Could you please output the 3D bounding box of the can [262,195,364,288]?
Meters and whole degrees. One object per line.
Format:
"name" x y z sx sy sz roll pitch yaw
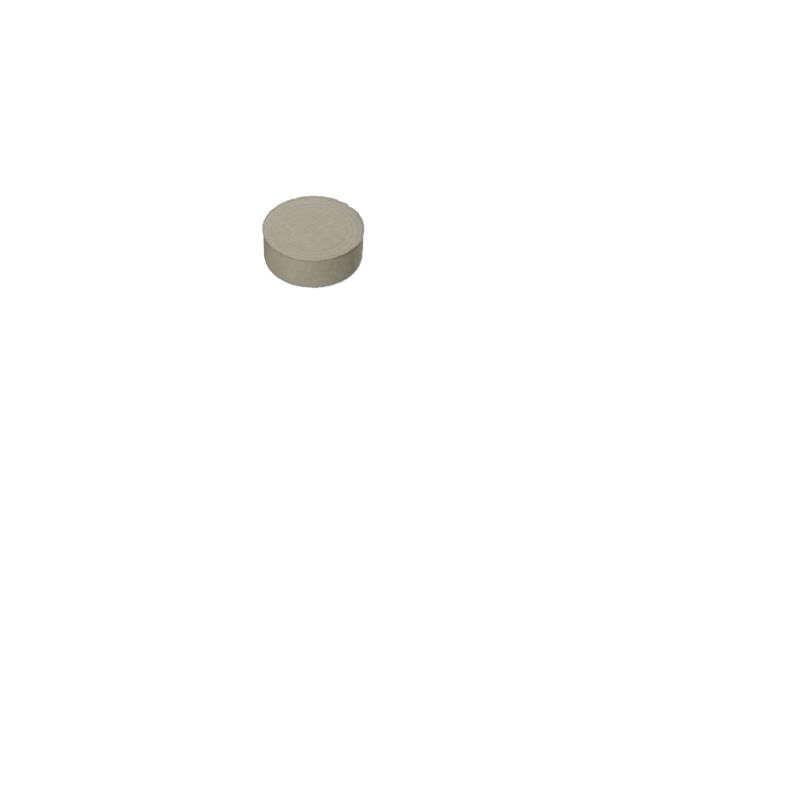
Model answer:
"can" -0.073 -0.134 0.937 0.086 0.031 0.092 -1 44 -2
